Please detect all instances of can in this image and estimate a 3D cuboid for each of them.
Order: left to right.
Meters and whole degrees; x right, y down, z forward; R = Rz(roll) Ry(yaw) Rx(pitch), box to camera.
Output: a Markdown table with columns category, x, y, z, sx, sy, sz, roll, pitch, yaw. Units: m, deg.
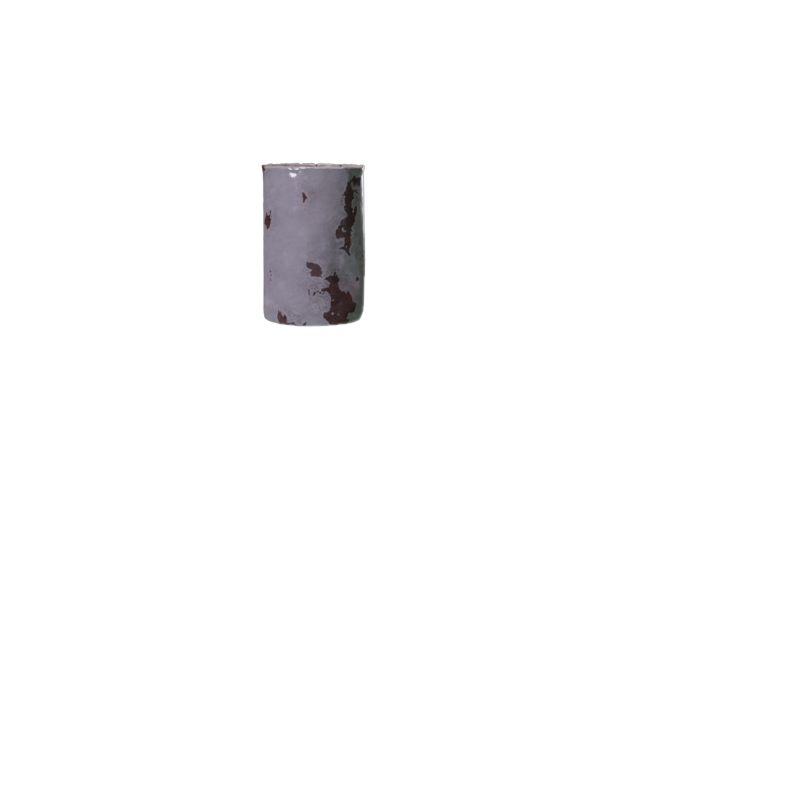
| category | x | y | z | sx | sy | sz | roll | pitch | yaw |
| --- | --- | --- | --- | --- | --- | --- | --- | --- | --- |
| can | -0.057 | -0.105 | 0.732 | 0.068 | 0.100 | 0.070 | 0 | 9 | -2 |
